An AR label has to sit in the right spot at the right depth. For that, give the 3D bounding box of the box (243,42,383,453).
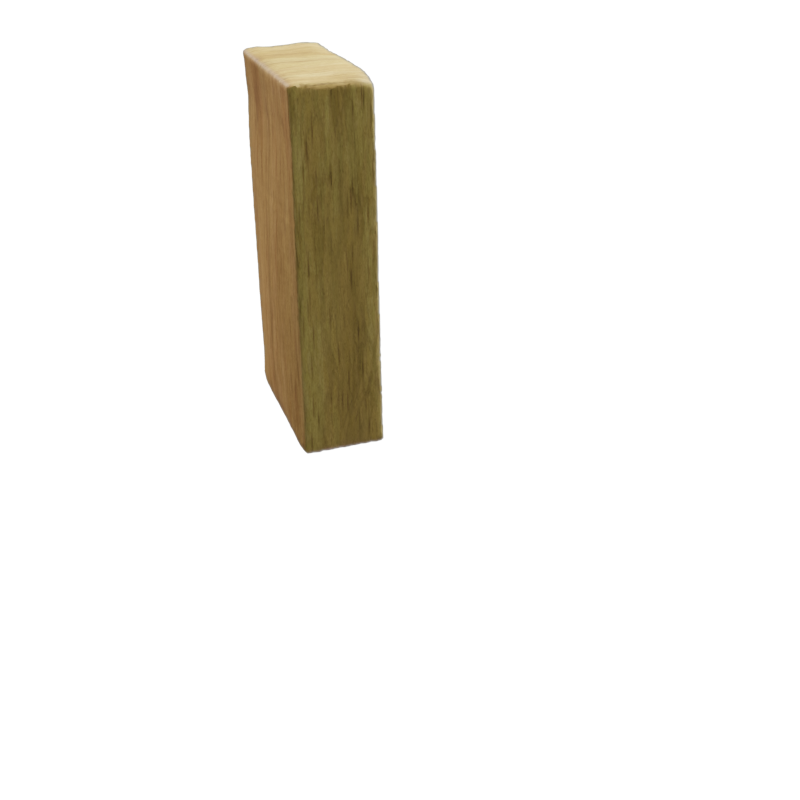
[{"bbox_3d":[-0.041,-0.076,0.531,0.047,0.168,0.100,-6,24,-17],"label":"box"}]
